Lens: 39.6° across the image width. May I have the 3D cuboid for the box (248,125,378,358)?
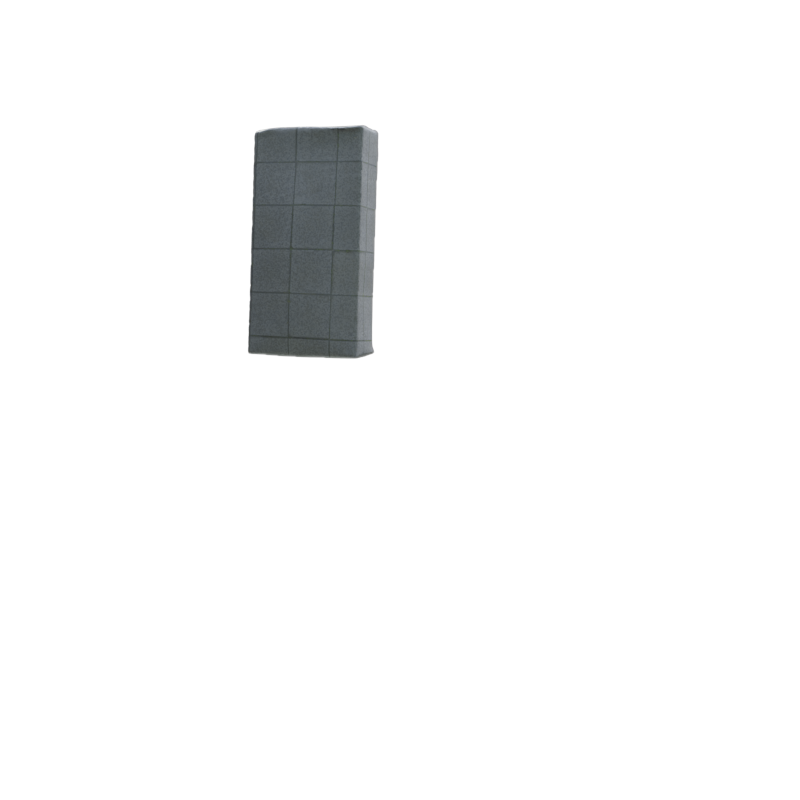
[{"bbox_3d":[-0.067,-0.123,0.858,0.096,0.176,0.047,0,0,21],"label":"box"}]
